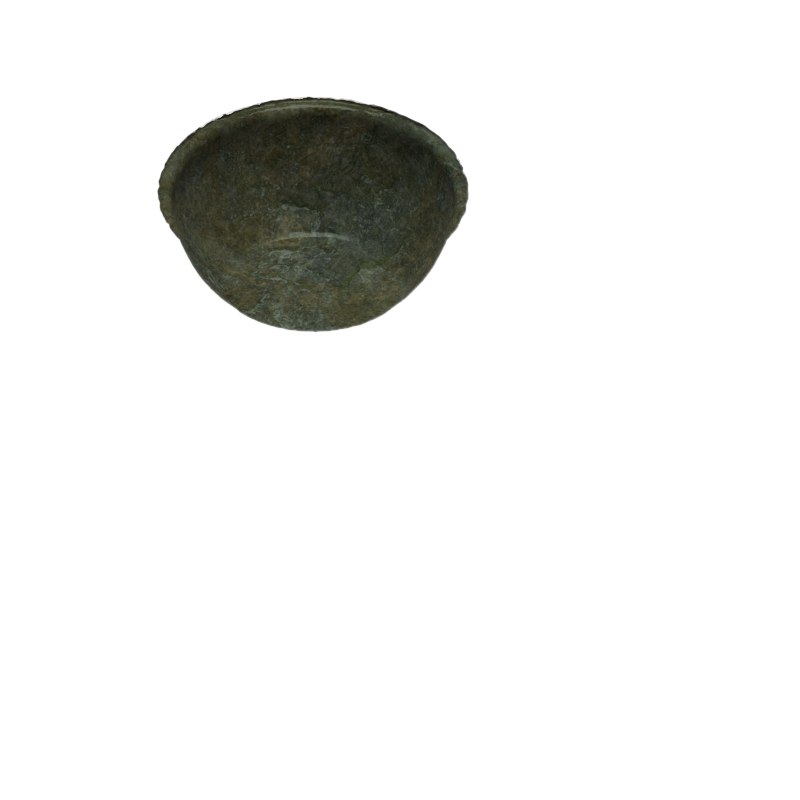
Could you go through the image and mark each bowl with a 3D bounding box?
[{"bbox_3d":[-0.044,-0.081,0.565,0.162,0.059,0.152,1,-29,-2],"label":"bowl"}]
